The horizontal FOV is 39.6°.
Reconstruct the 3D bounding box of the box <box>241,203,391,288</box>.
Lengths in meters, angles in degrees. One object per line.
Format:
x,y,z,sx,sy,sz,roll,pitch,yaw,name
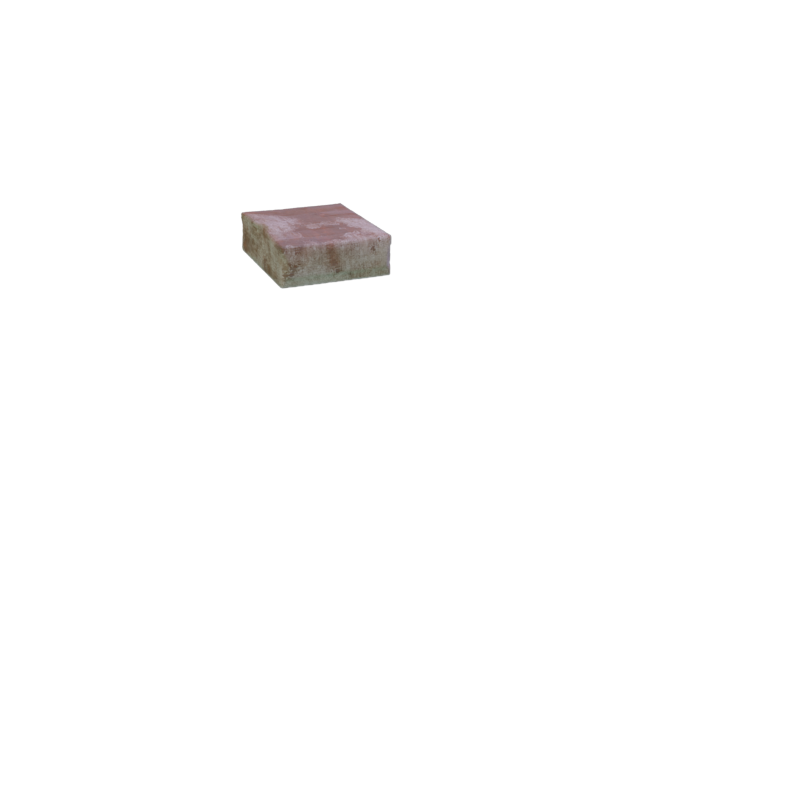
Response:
-0.056,-0.102,0.715,0.072,0.029,0.095,-9,25,-20,box
